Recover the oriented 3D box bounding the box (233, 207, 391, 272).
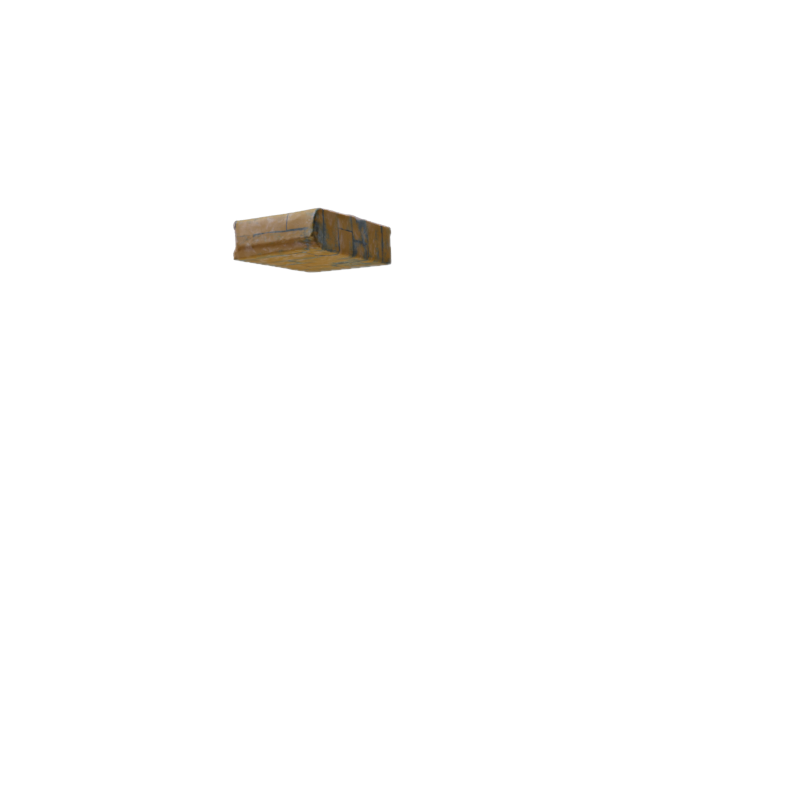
[{"bbox_3d":[-0.060,-0.109,0.763,0.075,0.031,0.085,-2,-4,35],"label":"box"}]
